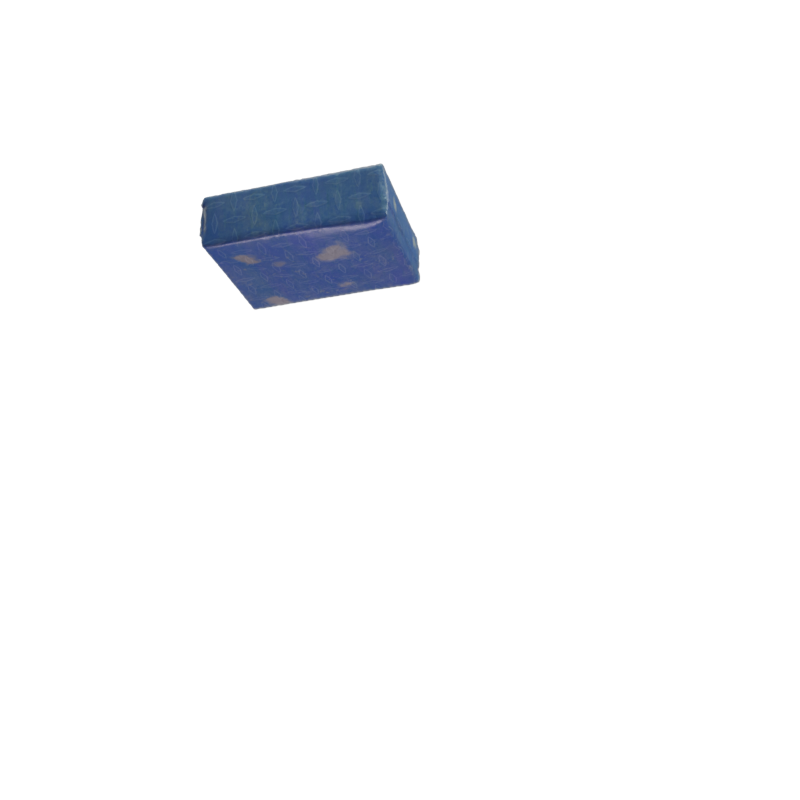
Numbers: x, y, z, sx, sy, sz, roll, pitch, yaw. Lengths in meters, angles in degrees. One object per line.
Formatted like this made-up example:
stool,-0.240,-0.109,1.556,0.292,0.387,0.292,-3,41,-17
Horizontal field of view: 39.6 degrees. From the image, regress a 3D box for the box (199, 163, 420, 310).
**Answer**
box,-0.052,-0.095,0.667,0.115,0.041,0.084,-6,-23,14
